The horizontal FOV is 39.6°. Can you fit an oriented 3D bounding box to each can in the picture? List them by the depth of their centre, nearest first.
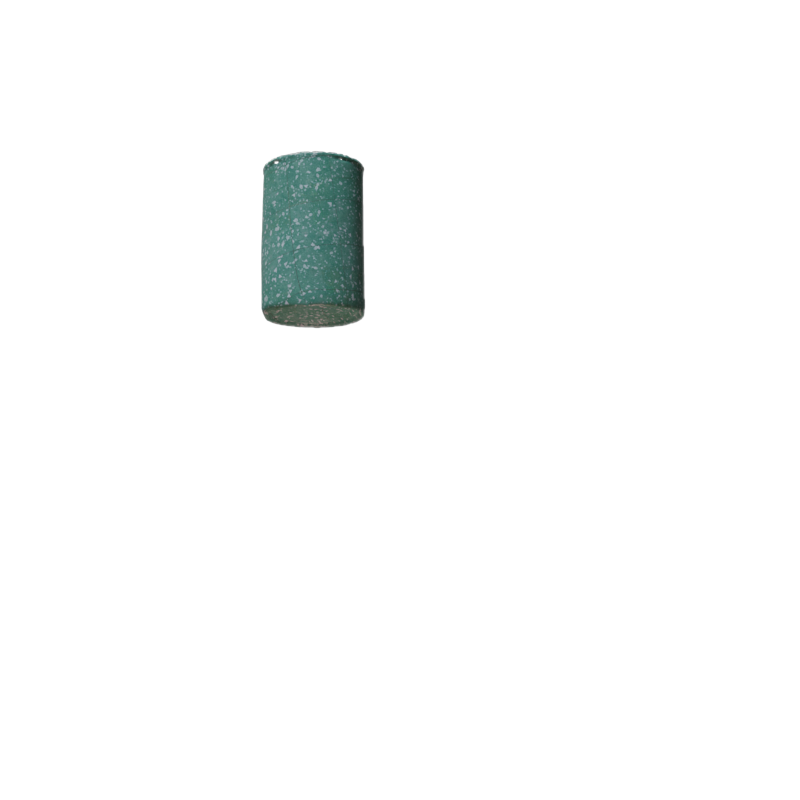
[{"bbox_3d":[-0.057,-0.104,0.729,0.068,0.106,0.066,0,-14,-2],"label":"can"}]
